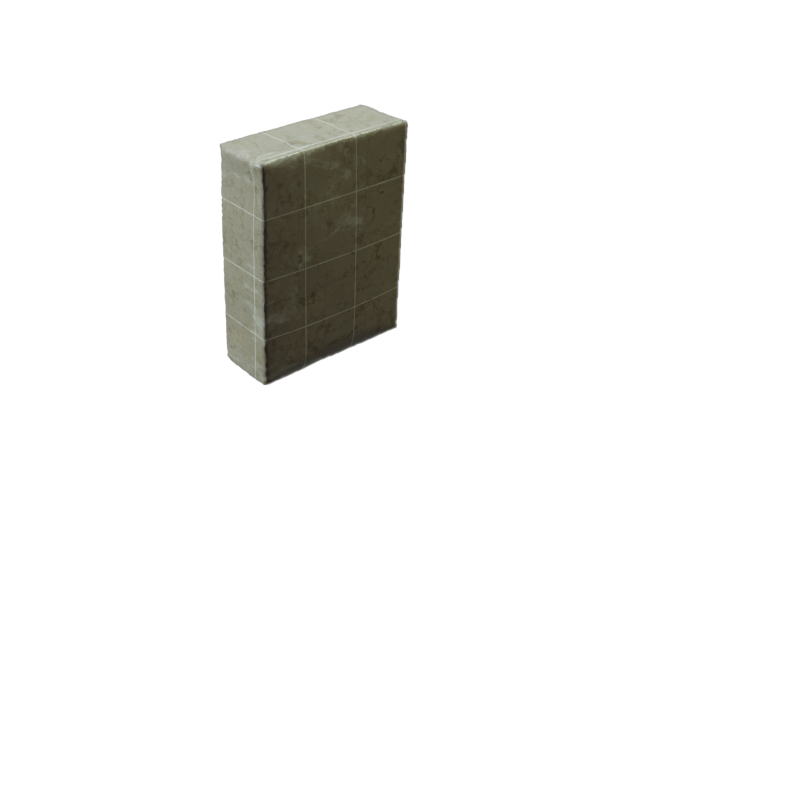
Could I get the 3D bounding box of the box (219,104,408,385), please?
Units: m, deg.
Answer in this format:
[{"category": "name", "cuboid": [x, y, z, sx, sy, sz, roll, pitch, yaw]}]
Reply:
[{"category": "box", "cuboid": [-0.078, -0.142, 0.996, 0.163, 0.202, 0.077, -23, 37, -37]}]
